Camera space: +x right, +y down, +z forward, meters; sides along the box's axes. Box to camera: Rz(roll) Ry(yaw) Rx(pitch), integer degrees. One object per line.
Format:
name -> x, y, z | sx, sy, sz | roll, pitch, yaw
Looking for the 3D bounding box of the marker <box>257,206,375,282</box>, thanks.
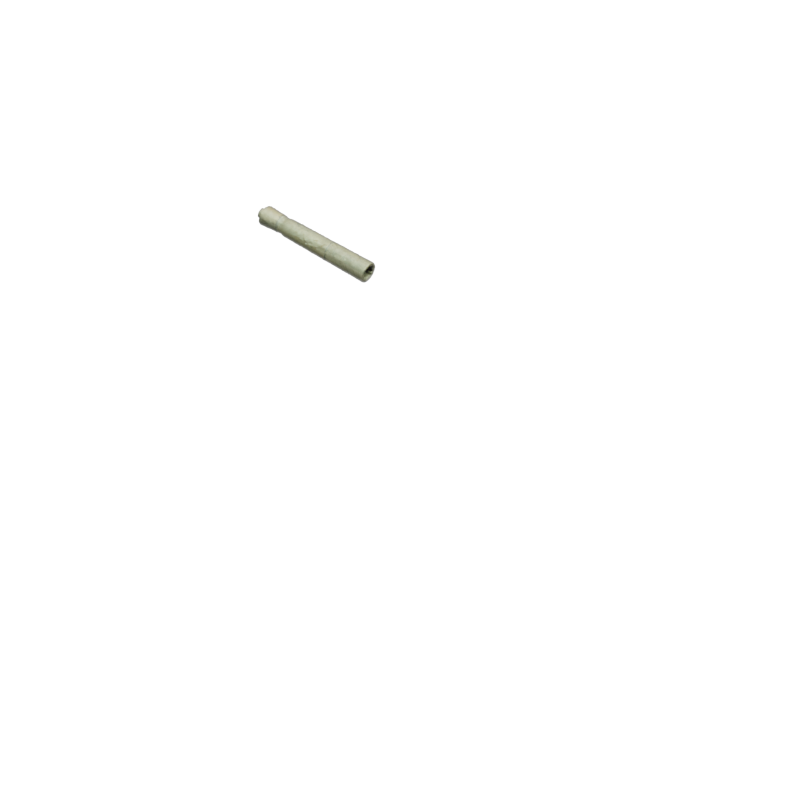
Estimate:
marker -> -0.075, -0.137, 0.958 | 0.128, 0.019, 0.019 | 32, 18, 26
